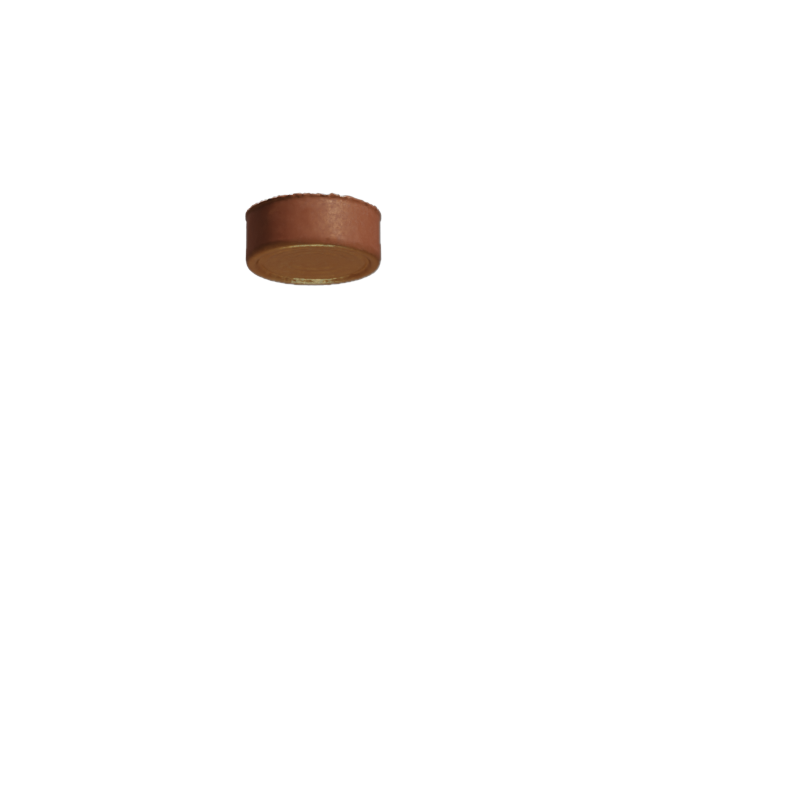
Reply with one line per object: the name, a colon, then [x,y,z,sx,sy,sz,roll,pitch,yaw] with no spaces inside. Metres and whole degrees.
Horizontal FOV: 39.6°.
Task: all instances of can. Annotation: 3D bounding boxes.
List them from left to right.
can: [-0.054,-0.099,0.691,0.086,0.035,0.083,0,-12,-2]
